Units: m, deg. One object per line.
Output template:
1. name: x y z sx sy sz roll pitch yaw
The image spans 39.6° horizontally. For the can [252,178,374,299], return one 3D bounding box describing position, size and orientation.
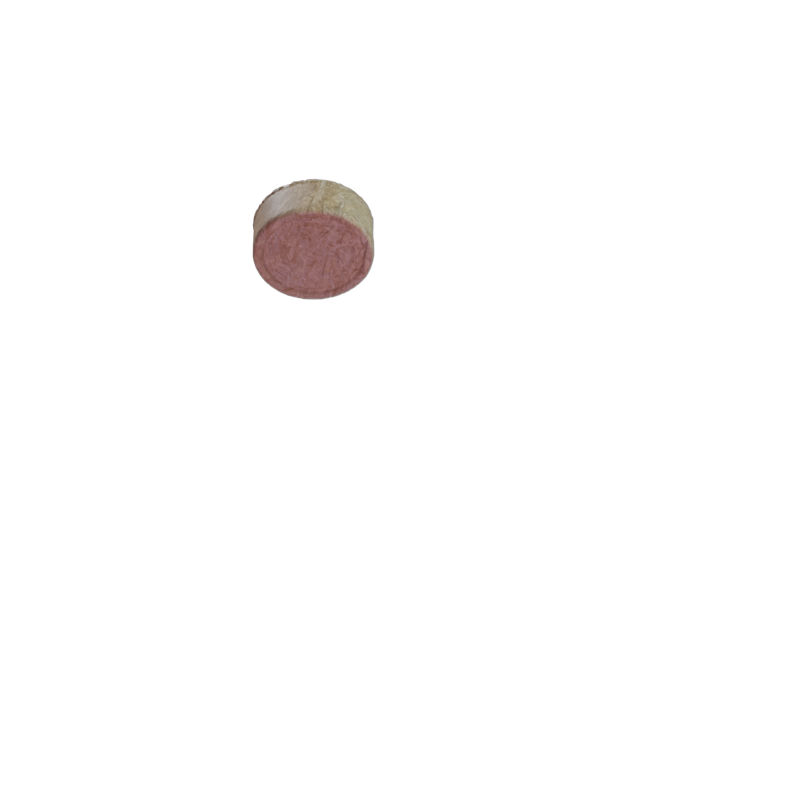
1. can: -0.061 -0.110 0.773 0.086 0.036 0.080 1 -45 -1
